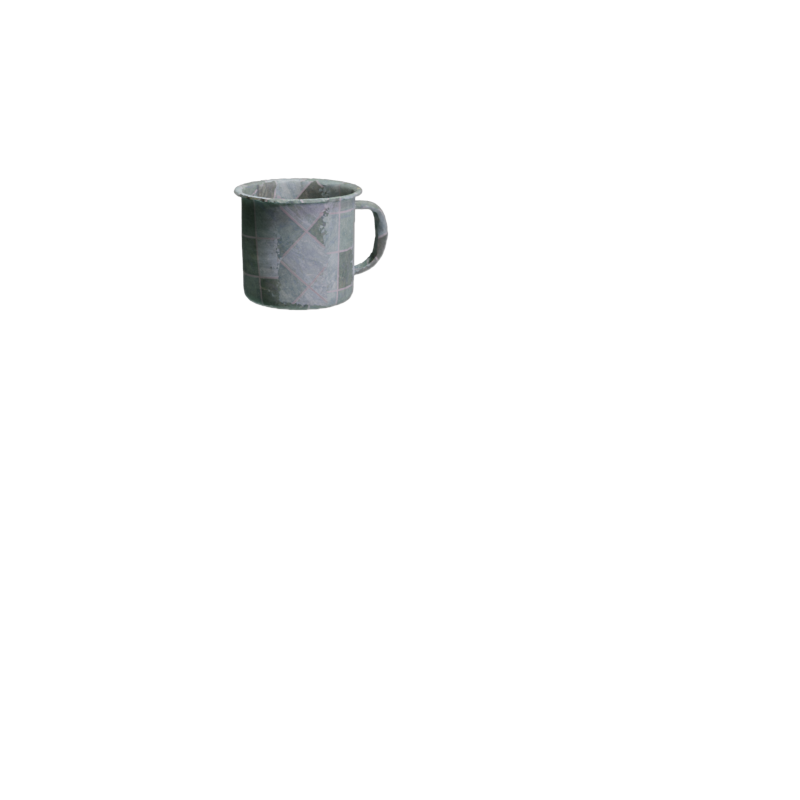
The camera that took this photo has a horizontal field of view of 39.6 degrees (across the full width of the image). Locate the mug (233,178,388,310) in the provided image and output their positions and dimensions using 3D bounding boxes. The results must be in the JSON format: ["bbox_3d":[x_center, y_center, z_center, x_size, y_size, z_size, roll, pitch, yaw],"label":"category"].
[{"bbox_3d":[-0.064,-0.116,0.813,0.114,0.079,0.099,-8,19,-25],"label":"mug"}]
